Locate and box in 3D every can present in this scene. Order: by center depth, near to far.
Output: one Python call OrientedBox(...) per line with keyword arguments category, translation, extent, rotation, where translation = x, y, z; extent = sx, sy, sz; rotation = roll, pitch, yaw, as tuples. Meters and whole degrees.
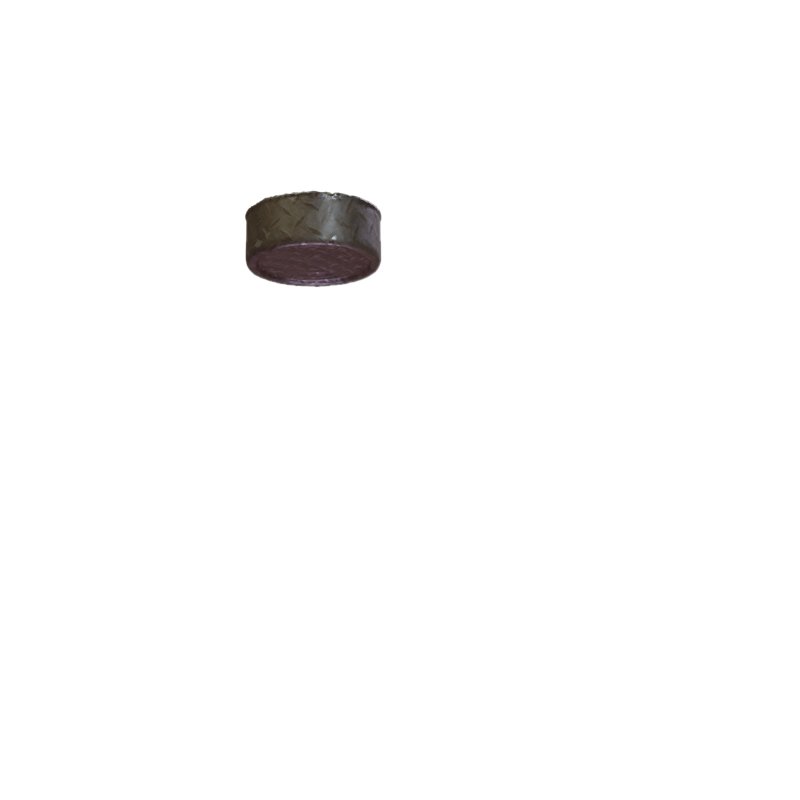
OrientedBox(category="can", translation=(-0.054, -0.099, 0.692), extent=(0.086, 0.035, 0.083), rotation=(0, -14, -2))
